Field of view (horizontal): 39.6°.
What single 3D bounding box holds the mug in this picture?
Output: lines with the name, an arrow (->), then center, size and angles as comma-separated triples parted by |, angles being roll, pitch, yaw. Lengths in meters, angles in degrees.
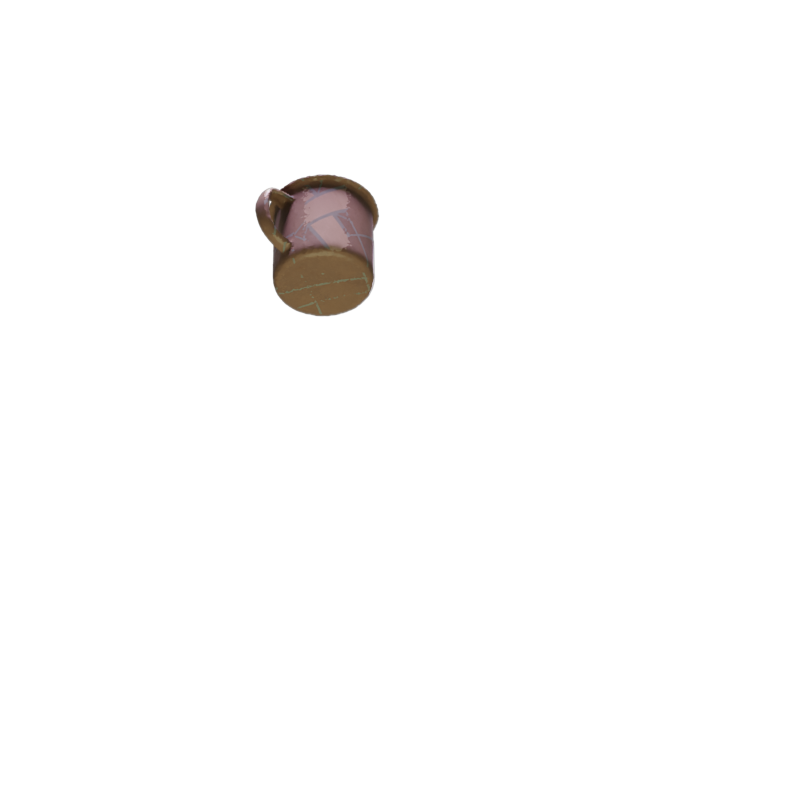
mug -> -0.070, -0.128, 0.898 | 0.093, 0.087, 0.109 | -31, -49, 30
